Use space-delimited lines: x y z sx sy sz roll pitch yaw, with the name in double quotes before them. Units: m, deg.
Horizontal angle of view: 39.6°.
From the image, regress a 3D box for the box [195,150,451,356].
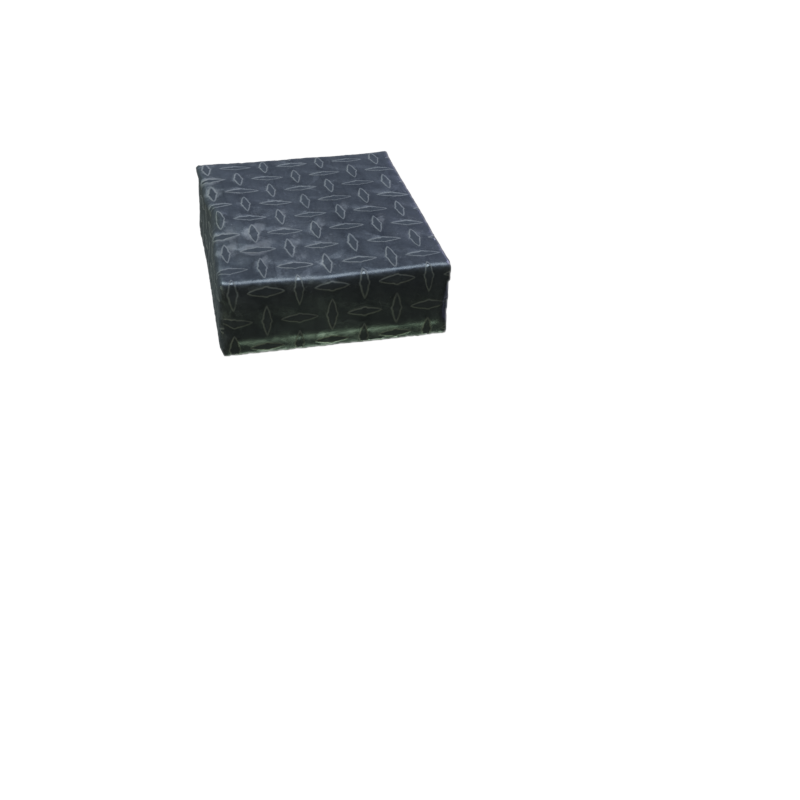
"box" -0.030 -0.054 0.380 0.072 0.028 0.096 -7 36 -10
